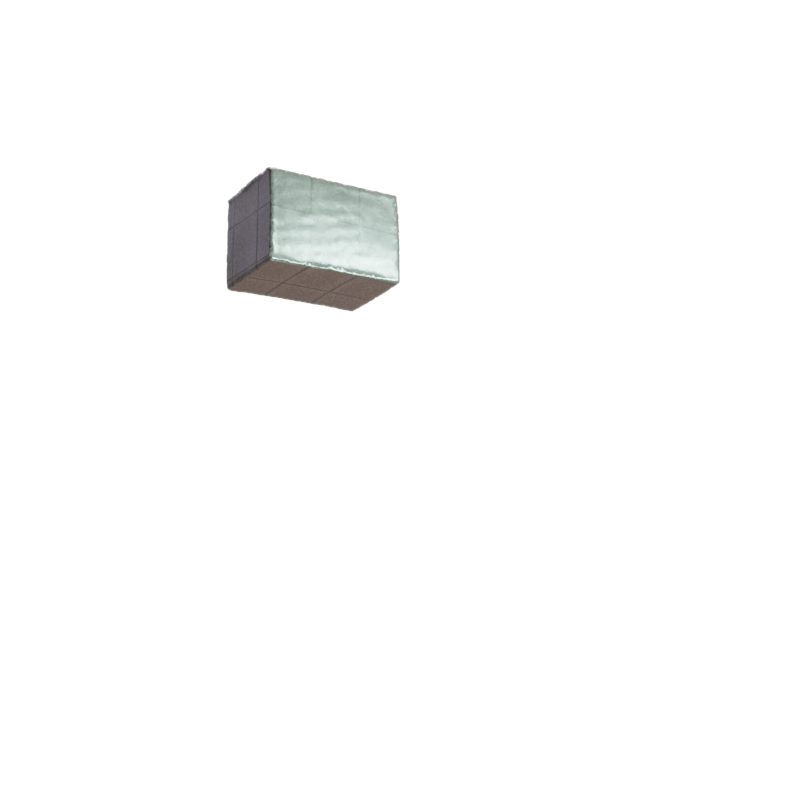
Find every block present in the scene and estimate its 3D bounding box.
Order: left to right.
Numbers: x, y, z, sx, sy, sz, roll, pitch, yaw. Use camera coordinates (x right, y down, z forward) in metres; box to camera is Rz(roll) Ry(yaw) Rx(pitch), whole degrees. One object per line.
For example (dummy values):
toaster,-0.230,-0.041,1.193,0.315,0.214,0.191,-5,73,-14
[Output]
block,-0.046,-0.083,0.582,0.075,0.054,0.053,9,-21,-29
